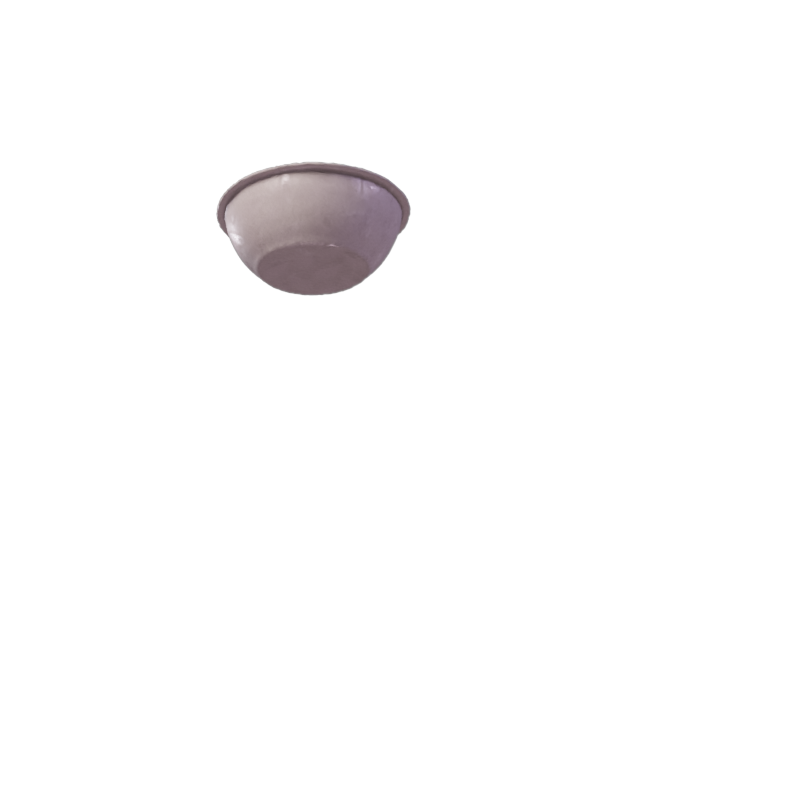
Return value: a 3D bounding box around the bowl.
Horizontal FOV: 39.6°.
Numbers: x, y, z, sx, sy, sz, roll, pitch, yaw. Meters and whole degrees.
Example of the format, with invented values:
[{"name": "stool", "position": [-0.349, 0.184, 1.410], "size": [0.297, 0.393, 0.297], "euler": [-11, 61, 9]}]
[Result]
[{"name": "bowl", "position": [-0.071, -0.130, 0.912], "size": [0.162, 0.058, 0.153], "euler": [1, -23, -2]}]
